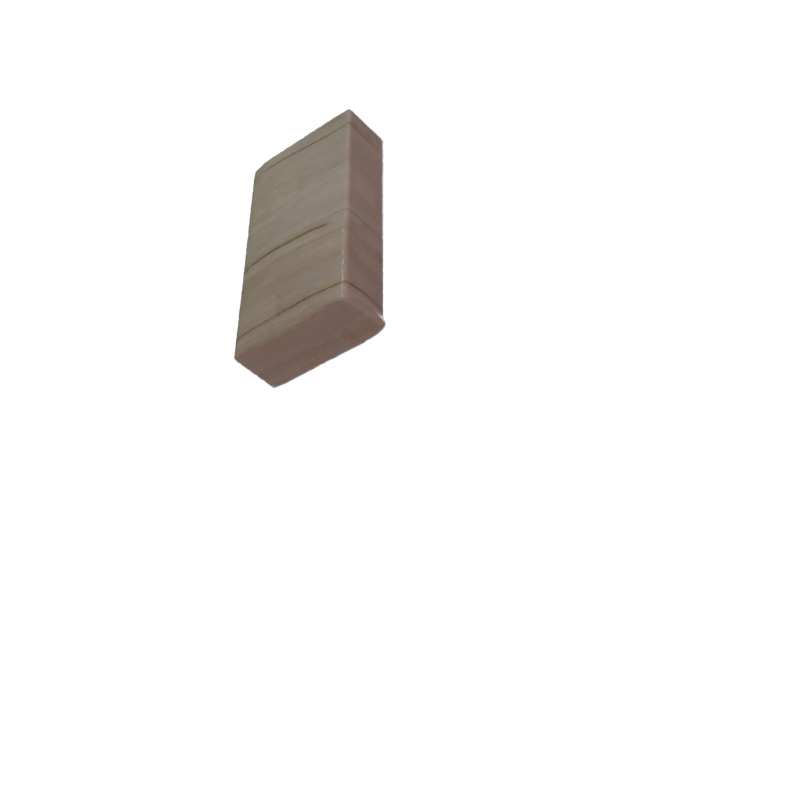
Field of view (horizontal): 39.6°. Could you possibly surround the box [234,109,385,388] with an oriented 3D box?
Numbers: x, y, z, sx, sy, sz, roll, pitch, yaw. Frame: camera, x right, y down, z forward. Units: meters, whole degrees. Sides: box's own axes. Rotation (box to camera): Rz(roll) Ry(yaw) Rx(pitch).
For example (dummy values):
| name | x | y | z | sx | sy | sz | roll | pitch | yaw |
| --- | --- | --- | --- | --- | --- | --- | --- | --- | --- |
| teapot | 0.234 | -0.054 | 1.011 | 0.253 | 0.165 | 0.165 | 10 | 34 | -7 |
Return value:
| name | x | y | z | sx | sy | sz | roll | pitch | yaw |
| --- | --- | --- | --- | --- | --- | --- | --- | --- | --- |
| box | -0.057 | -0.104 | 0.727 | 0.093 | 0.189 | 0.045 | -28 | -46 | 27 |
